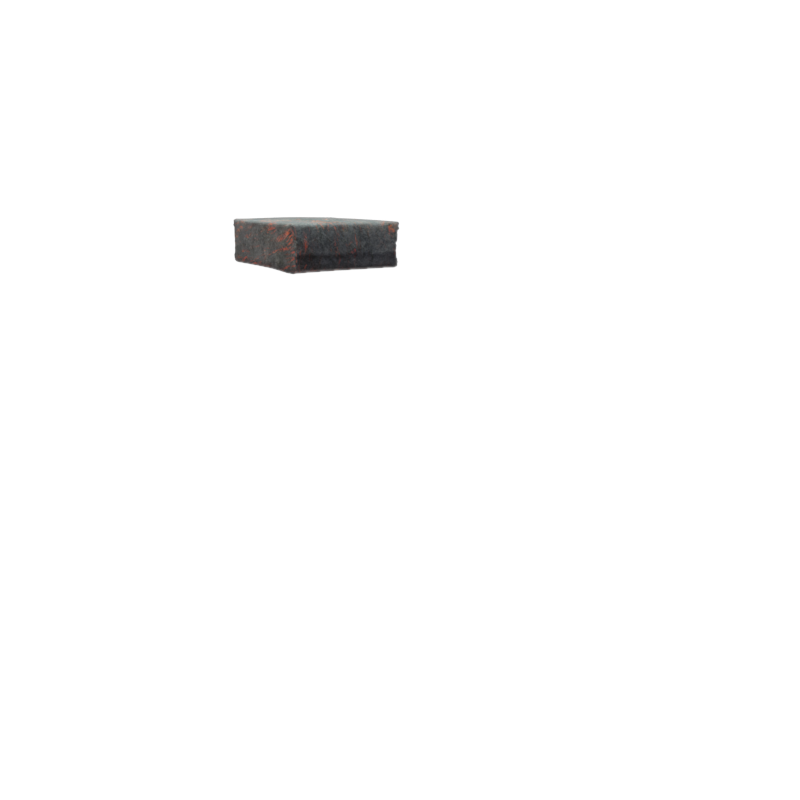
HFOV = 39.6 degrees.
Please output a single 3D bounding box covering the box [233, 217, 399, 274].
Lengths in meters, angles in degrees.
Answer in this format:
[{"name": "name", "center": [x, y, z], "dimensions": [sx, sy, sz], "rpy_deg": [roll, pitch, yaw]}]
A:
[{"name": "box", "center": [-0.067, -0.122, 0.854], "dimensions": [0.087, 0.038, 0.119], "rpy_deg": [-7, 14, -28]}]
